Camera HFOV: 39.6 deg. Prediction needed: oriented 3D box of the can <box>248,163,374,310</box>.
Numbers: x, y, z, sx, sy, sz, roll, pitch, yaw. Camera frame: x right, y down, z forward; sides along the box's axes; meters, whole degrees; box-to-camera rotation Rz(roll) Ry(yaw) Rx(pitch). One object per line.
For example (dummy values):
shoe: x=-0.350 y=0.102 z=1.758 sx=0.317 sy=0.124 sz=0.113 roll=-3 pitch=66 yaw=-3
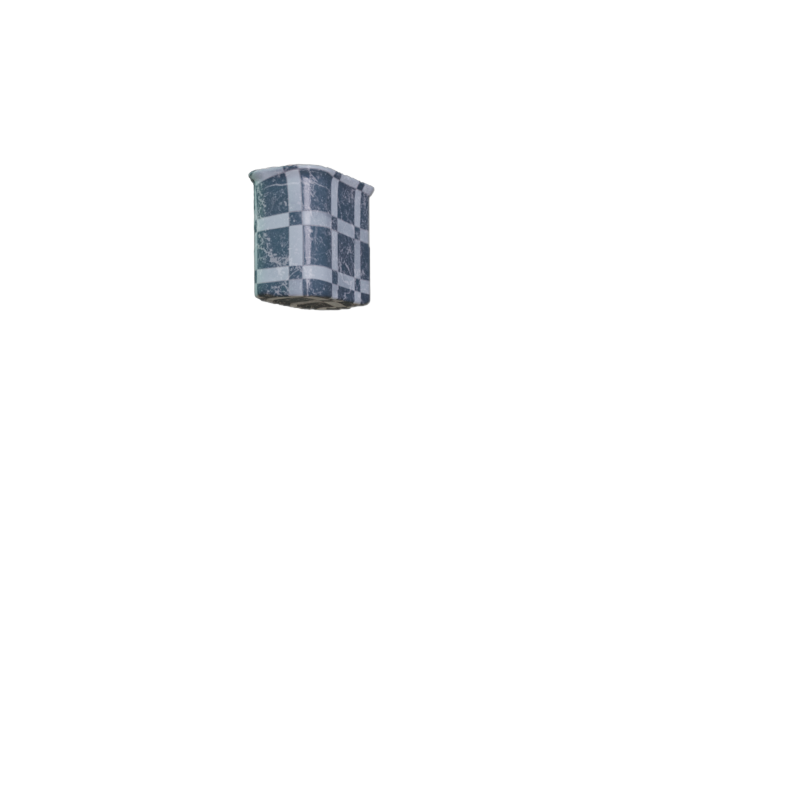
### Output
can: x=-0.058 y=-0.106 z=0.741 sx=0.059 sy=0.085 sz=0.098 roll=-3 pitch=-5 yaw=25
